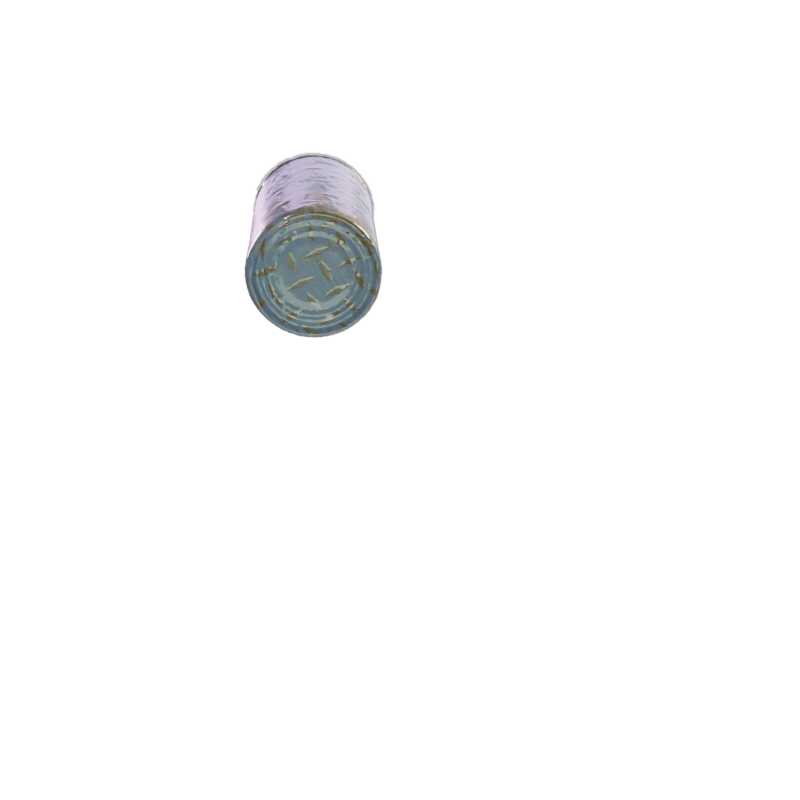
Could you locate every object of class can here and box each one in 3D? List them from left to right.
[{"bbox_3d":[-0.045,-0.083,0.579,0.068,0.065,0.108,0,25,-3],"label":"can"}]
